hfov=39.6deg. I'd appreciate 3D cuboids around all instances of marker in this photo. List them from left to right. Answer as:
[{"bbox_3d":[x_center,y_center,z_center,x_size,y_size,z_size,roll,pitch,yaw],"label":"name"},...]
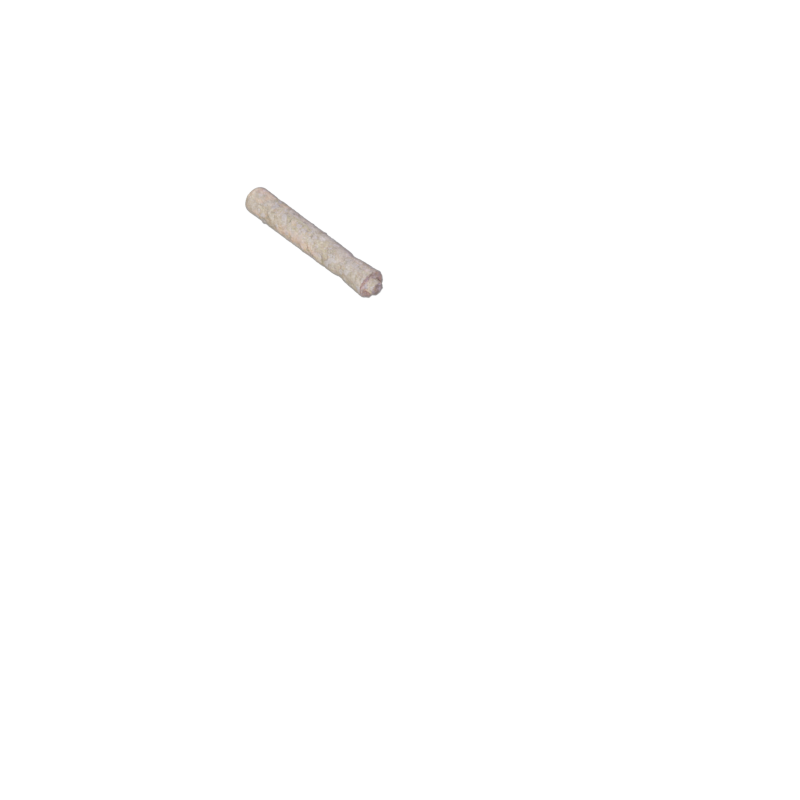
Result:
[{"bbox_3d":[-0.054,-0.099,0.691,0.019,0.019,0.130,-3,33,-46],"label":"marker"}]
